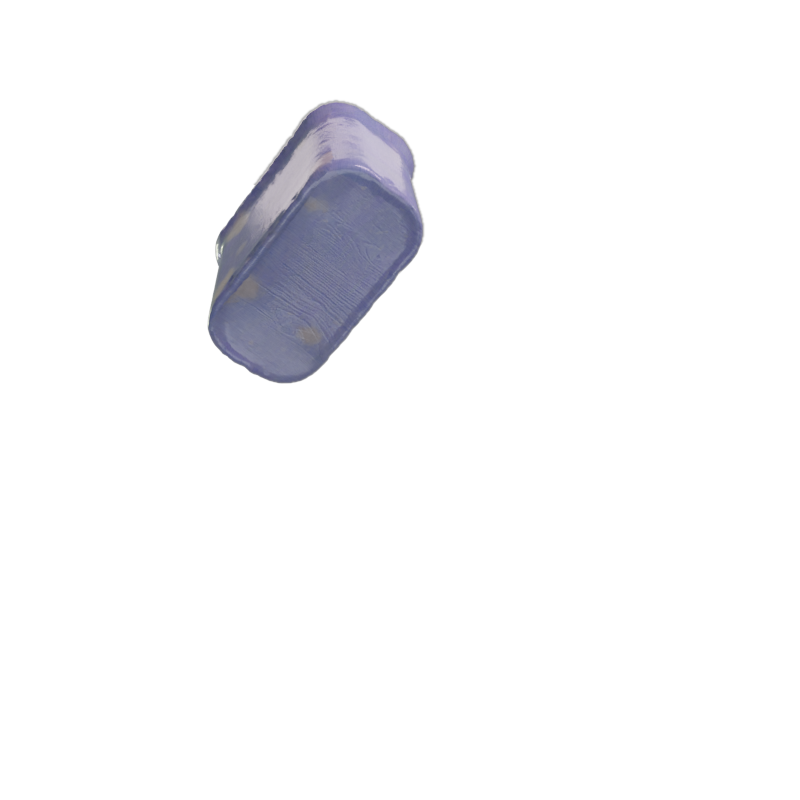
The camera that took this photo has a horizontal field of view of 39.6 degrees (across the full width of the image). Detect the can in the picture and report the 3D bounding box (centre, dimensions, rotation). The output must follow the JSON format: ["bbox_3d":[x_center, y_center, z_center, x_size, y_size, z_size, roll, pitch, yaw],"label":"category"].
[{"bbox_3d":[-0.037,-0.067,0.468,0.055,0.100,0.088,34,19,-18],"label":"can"}]
